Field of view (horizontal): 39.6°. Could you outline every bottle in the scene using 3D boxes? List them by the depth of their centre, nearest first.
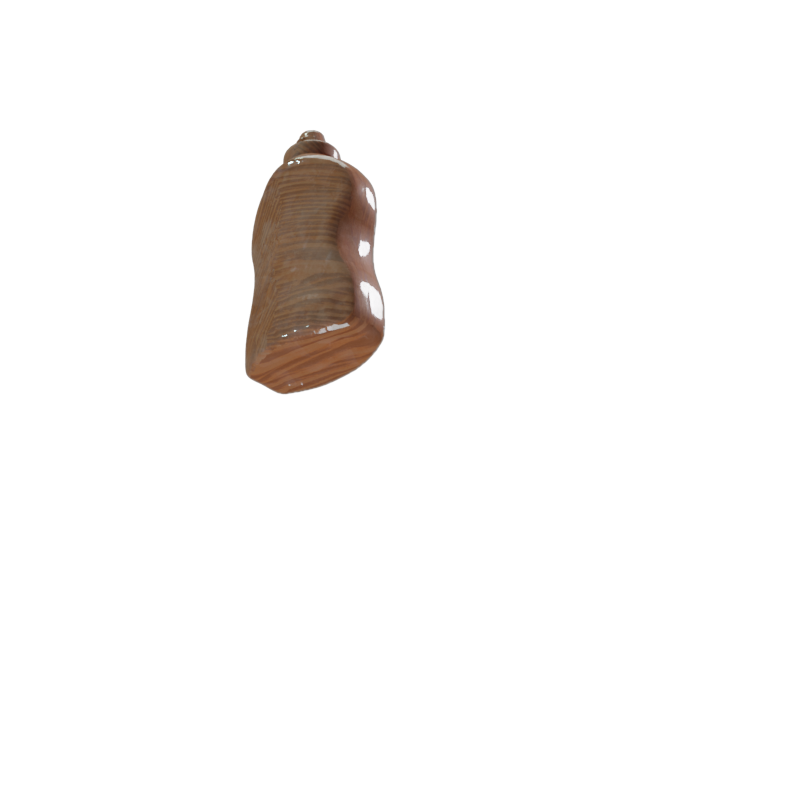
[{"bbox_3d":[-0.058,-0.106,0.738,0.096,0.205,0.055,-30,-44,33],"label":"bottle"}]
